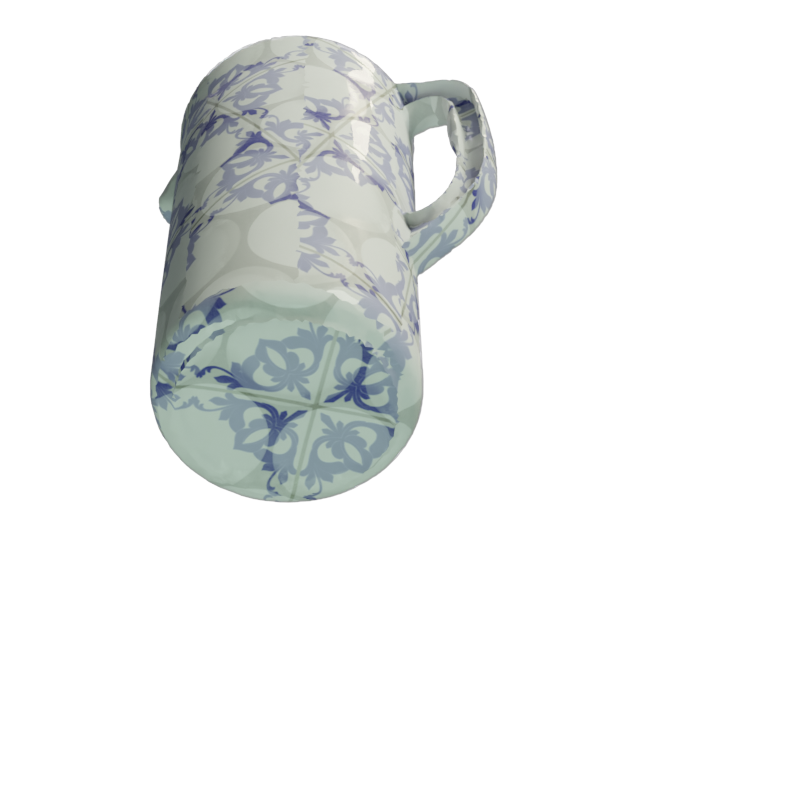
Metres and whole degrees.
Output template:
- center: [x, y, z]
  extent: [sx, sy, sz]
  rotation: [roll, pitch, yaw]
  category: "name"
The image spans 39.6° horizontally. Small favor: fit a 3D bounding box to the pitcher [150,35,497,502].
- center: [-0.041, -0.075, 0.528]
  extent: [0.141, 0.143, 0.260]
  rotation: [19, 32, -16]
  category: "pitcher"
